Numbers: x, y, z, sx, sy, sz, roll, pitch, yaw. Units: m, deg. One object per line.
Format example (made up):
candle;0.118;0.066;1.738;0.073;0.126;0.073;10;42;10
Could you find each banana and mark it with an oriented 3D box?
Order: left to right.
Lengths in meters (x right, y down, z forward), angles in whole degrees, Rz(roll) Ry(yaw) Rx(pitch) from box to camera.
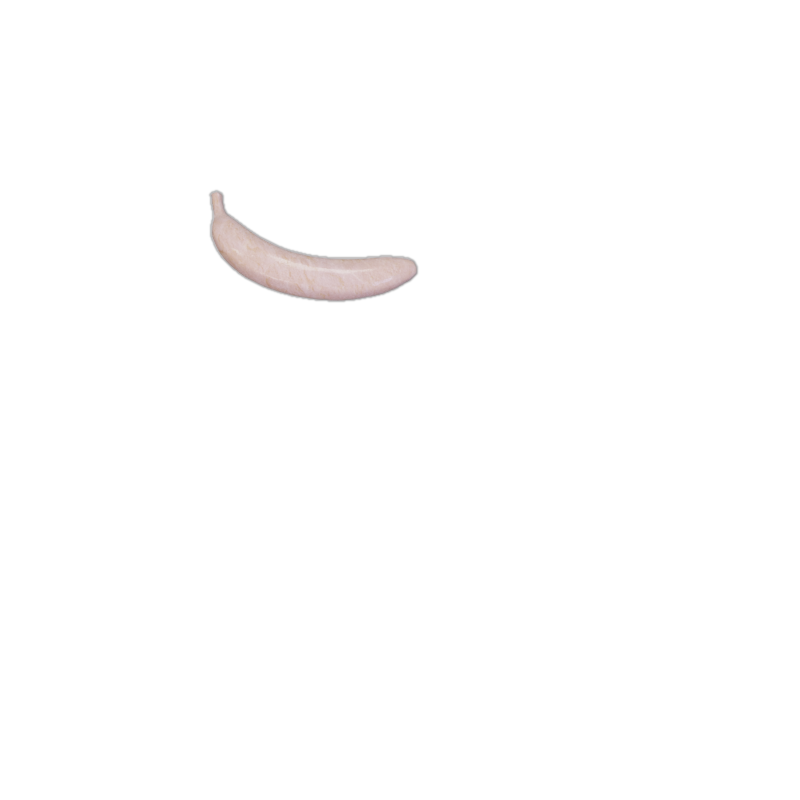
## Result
banana;-0.086;-0.123;0.972;0.200;0.071;0.036;21;-11;4
